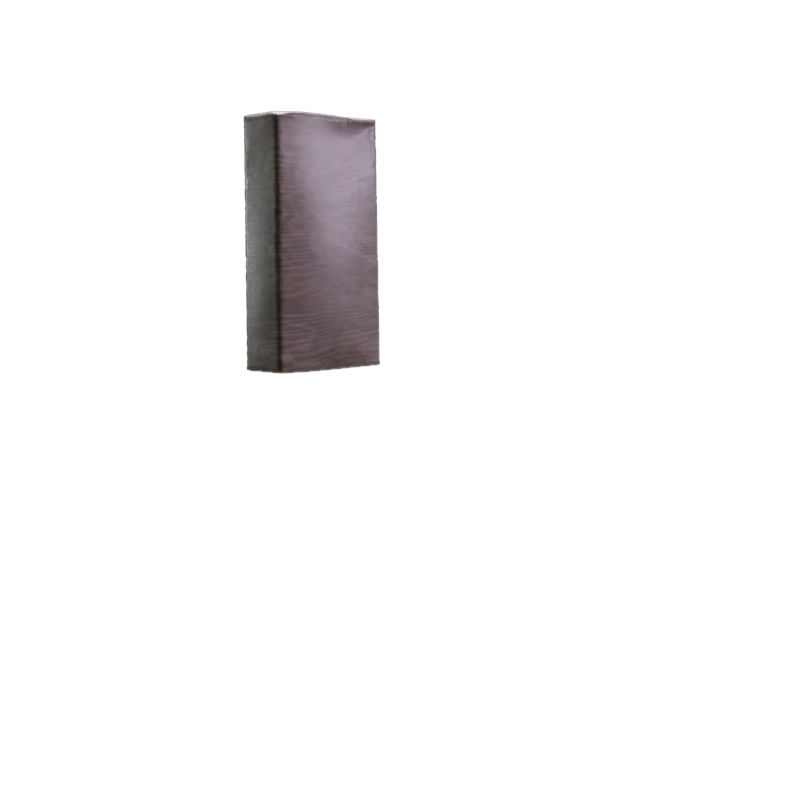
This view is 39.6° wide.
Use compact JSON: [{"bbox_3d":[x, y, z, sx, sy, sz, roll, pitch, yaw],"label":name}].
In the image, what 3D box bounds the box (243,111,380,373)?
[{"bbox_3d":[-0.060,-0.110,0.773,0.090,0.176,0.050,-2,2,-41],"label":"box"}]
